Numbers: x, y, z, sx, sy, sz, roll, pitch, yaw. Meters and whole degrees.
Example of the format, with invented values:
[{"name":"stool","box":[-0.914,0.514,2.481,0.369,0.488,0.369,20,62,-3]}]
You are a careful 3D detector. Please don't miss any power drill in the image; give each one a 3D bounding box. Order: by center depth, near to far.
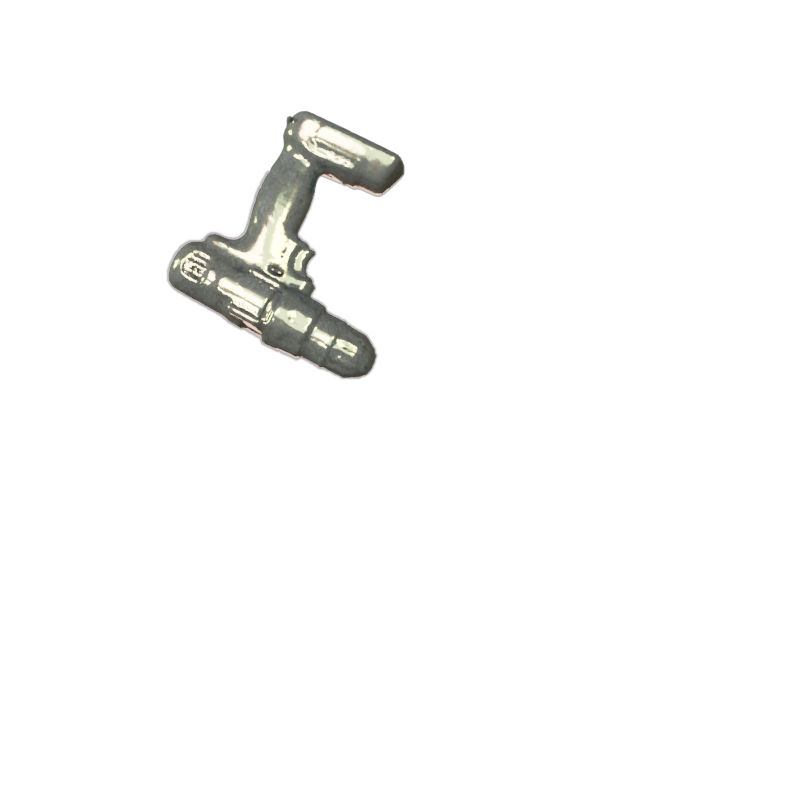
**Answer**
[{"name":"power drill","box":[-0.071,-0.130,0.908,0.188,0.192,0.055,28,-15,8]}]
